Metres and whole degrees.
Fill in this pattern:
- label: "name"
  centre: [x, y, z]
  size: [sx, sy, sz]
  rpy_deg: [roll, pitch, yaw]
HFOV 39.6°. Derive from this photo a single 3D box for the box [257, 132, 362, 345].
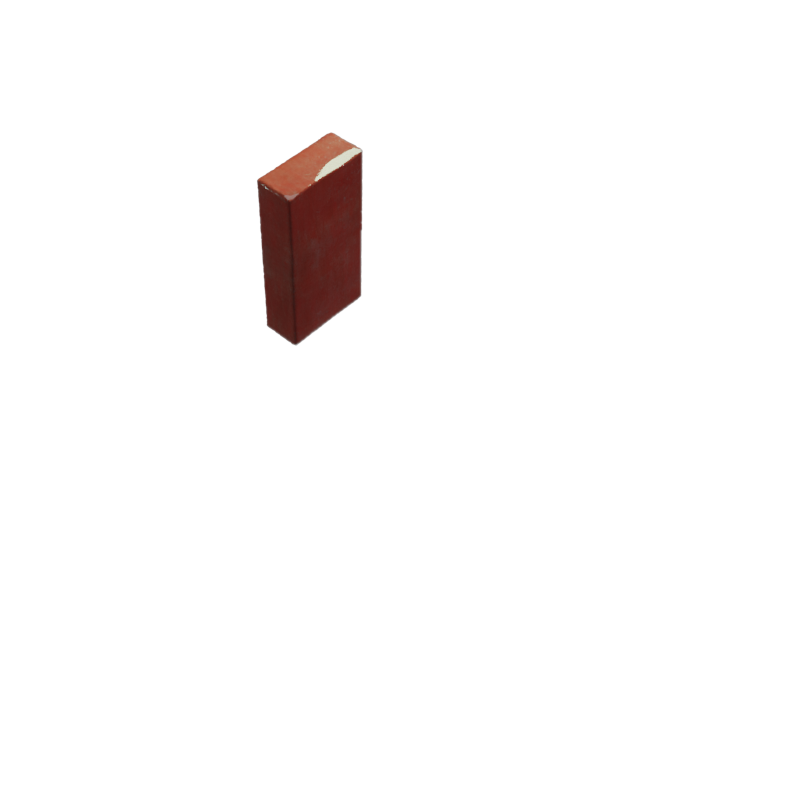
- label: "box"
  centre: [-0.077, -0.140, 0.983]
  size: [0.051, 0.164, 0.094]
  rpy_deg: [35, 55, 24]
